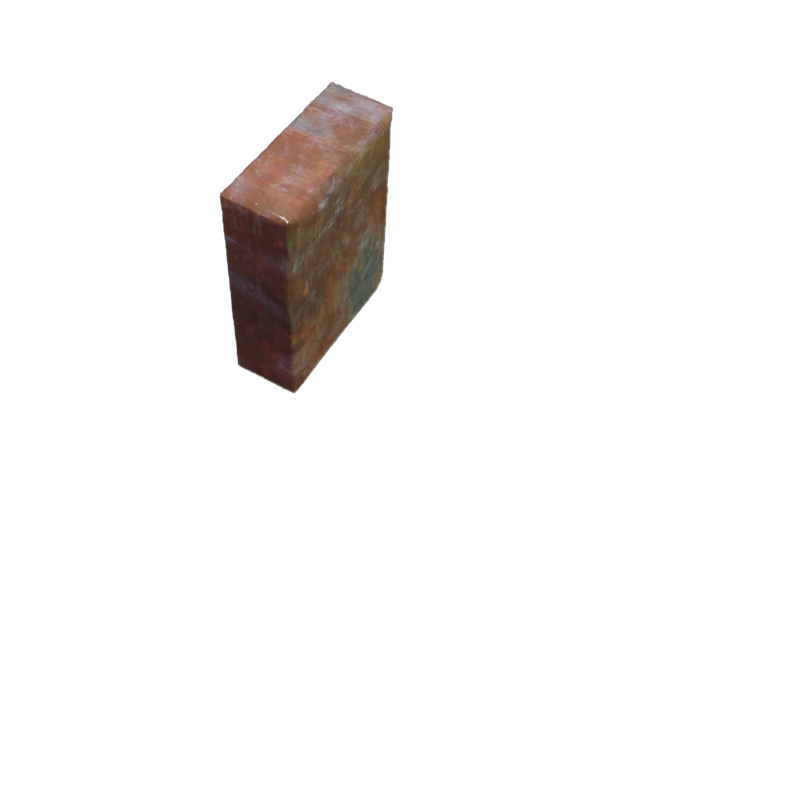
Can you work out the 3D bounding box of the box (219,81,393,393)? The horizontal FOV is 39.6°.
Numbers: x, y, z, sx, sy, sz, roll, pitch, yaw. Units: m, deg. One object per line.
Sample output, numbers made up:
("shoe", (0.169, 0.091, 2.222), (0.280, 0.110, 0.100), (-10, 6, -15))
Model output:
("box", (-0.074, -0.135, 0.947), (0.075, 0.169, 0.199), (25, -36, 15))
